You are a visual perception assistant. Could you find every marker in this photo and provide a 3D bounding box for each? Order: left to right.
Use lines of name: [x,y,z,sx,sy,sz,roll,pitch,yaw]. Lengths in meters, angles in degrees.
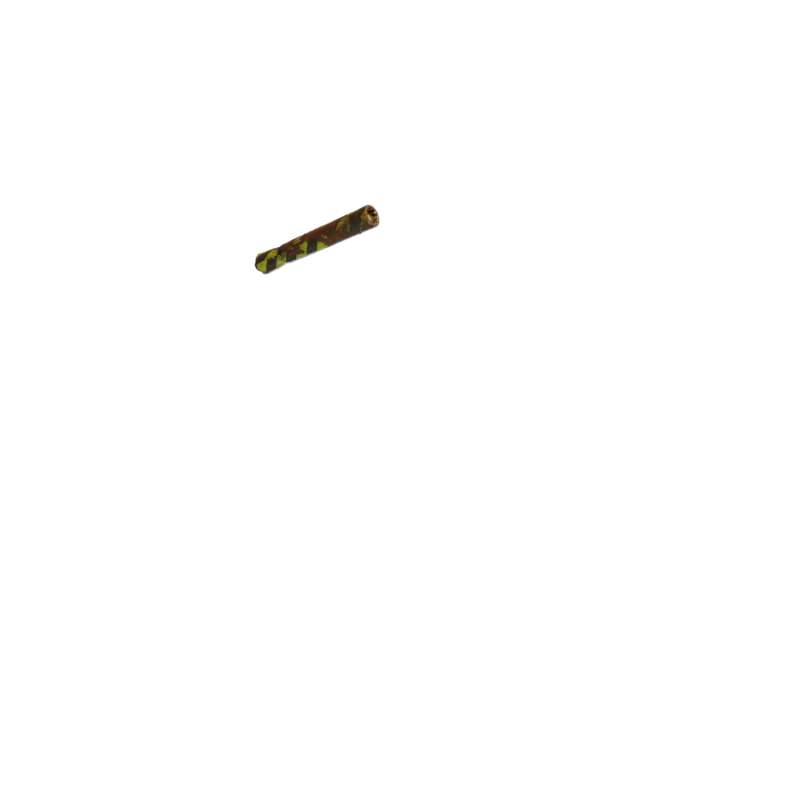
marker: [-0.070,-0.127,0.892,0.122,0.020,0.019,-18,-7,33]
